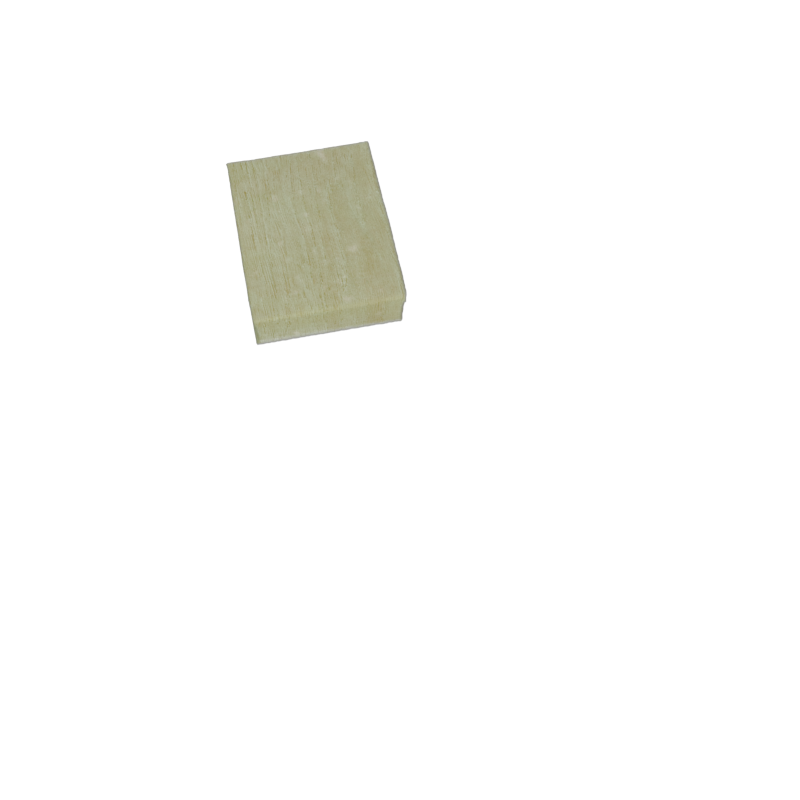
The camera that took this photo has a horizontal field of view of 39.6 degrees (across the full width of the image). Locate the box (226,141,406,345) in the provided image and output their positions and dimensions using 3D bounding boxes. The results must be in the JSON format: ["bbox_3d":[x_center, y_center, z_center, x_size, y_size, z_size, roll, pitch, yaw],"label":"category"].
[{"bbox_3d":[-0.052,-0.095,0.667,0.089,0.121,0.037,-10,-28,-6],"label":"box"}]
